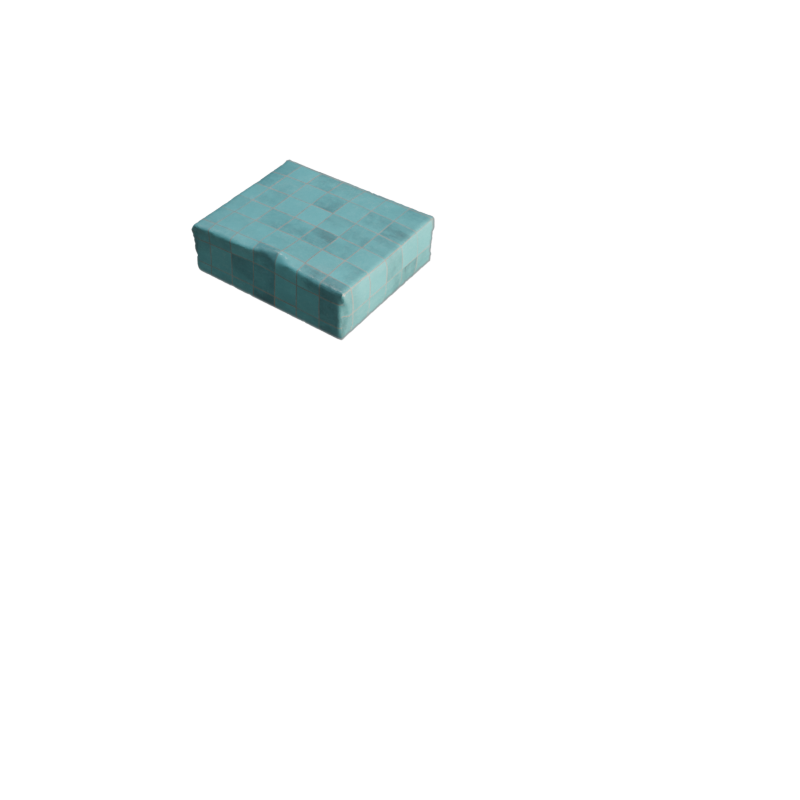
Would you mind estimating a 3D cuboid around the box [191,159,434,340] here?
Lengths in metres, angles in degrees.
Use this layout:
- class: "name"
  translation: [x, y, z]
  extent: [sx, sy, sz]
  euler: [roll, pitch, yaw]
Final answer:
- class: "box"
  translation: [-0.041, -0.074, 0.520]
  extent: [0.094, 0.028, 0.074]
  euler: [26, 47, 26]
